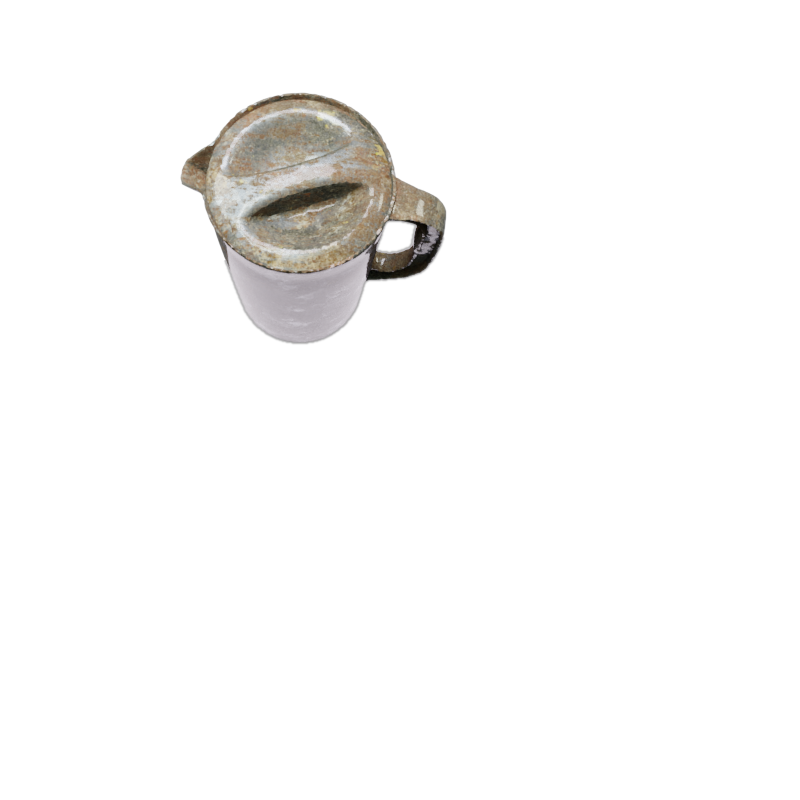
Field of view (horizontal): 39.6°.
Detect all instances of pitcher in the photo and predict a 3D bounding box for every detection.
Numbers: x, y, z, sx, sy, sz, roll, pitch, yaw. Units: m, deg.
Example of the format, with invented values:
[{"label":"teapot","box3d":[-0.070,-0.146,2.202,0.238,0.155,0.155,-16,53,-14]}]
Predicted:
[{"label":"pitcher","box3d":[-0.067,-0.123,0.860,0.145,0.155,0.234,-36,-10,-11]}]
